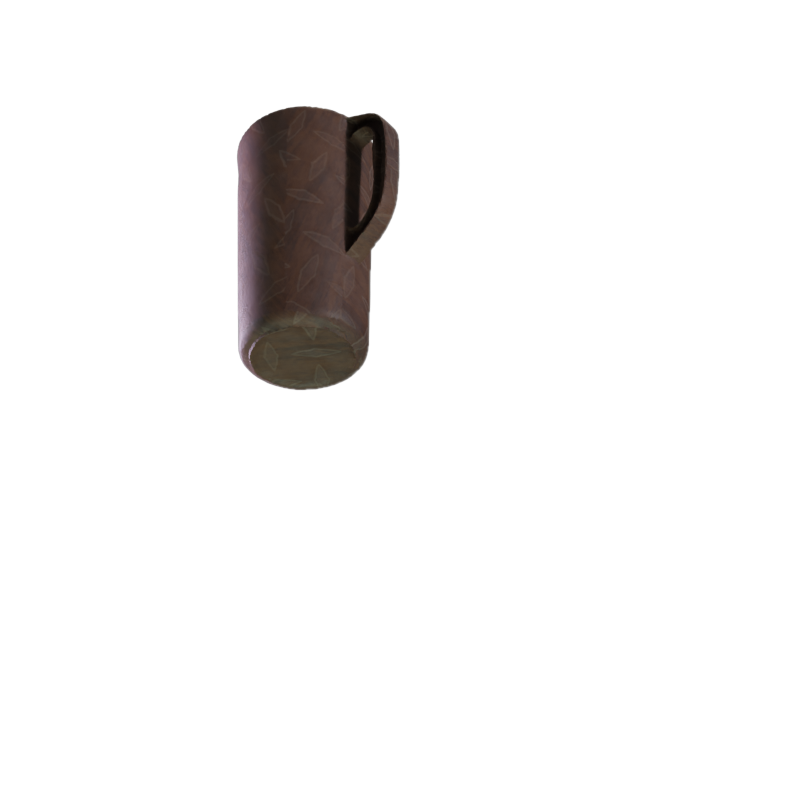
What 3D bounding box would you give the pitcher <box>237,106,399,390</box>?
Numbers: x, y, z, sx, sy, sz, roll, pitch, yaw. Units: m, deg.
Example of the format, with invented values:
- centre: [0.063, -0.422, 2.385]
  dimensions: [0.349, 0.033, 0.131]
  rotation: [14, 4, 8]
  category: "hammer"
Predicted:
- centre: [-0.077, -0.140, 0.978]
  dimensions: [0.144, 0.261, 0.140]
  rotation: [1, -38, -5]
  category: "pitcher"
